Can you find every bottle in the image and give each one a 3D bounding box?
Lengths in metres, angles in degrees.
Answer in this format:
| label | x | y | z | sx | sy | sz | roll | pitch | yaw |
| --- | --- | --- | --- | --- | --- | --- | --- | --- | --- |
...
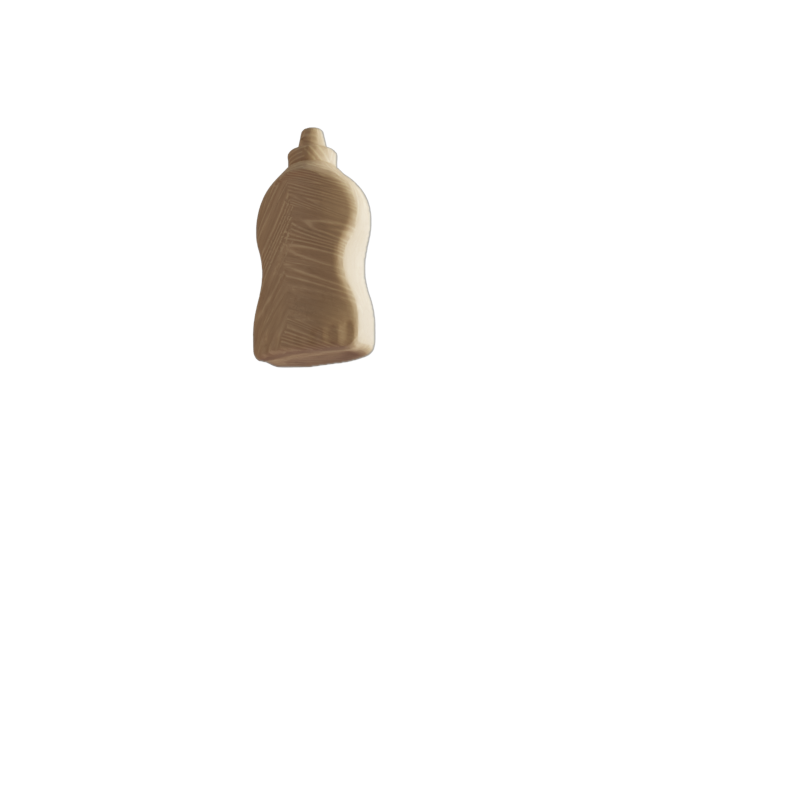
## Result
| label | x | y | z | sx | sy | sz | roll | pitch | yaw |
| --- | --- | --- | --- | --- | --- | --- | --- | --- | --- |
| bottle | -0.069 | -0.126 | 0.882 | 0.098 | 0.200 | 0.055 | -11 | -20 | 28 |
